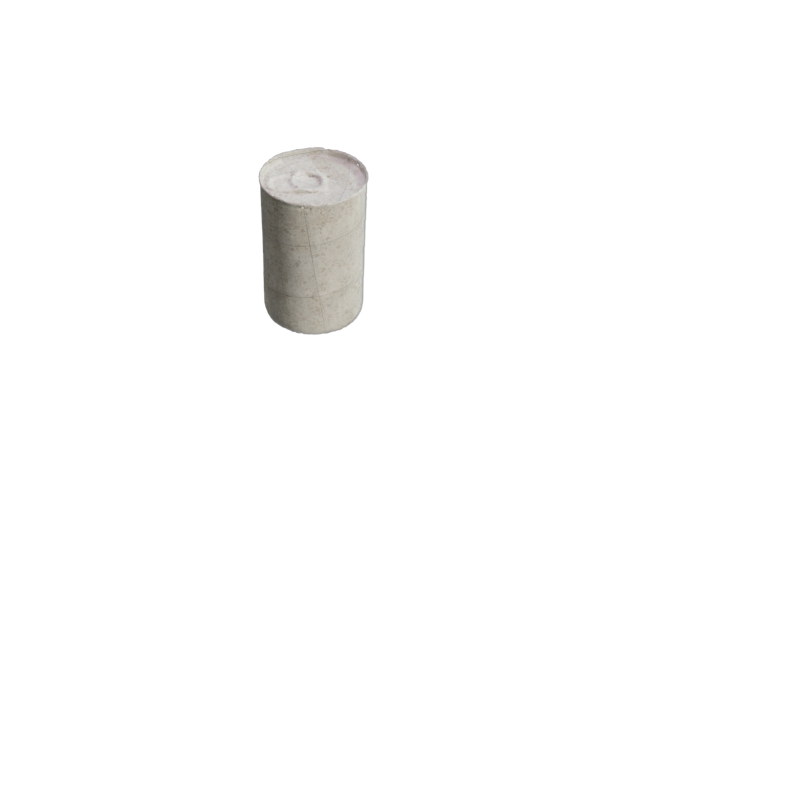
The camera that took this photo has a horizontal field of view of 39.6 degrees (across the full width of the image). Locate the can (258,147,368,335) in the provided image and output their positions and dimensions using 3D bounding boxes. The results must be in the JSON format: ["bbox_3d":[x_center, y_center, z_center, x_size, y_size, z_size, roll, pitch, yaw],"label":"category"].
[{"bbox_3d":[-0.056,-0.102,0.712,0.068,0.095,0.073,0,39,-3],"label":"can"}]
